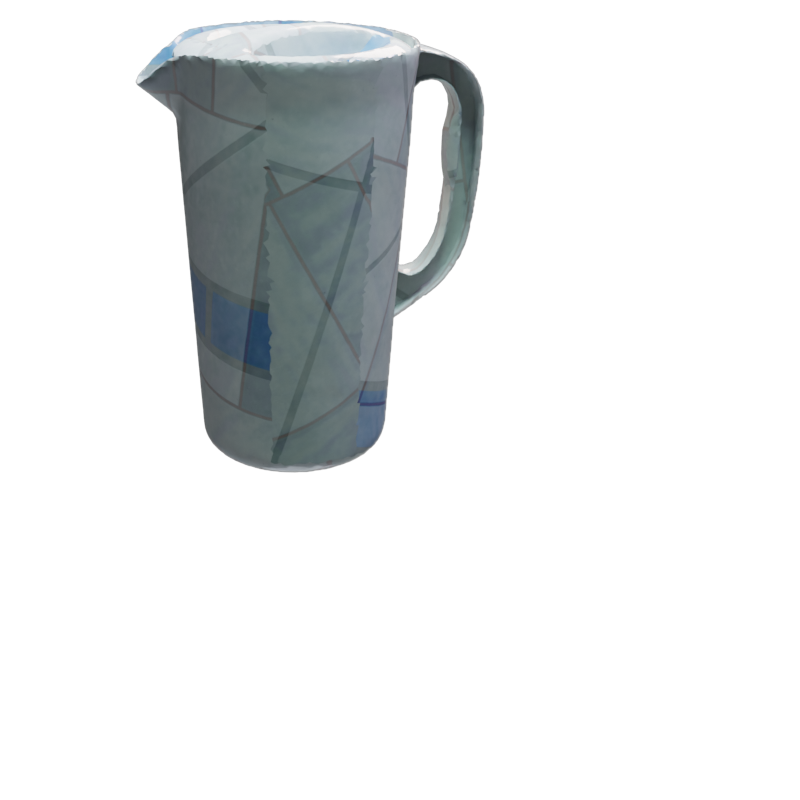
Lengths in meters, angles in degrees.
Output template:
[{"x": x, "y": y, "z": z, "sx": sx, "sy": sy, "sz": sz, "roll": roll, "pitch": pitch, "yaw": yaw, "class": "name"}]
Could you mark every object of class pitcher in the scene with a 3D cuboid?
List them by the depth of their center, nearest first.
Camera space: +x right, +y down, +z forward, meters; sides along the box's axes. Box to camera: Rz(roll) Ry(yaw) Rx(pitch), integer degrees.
[{"x": -0.049, "y": -0.089, "z": 0.625, "sx": 0.156, "sy": 0.232, "sz": 0.146, "roll": 13, "pitch": 26, "yaw": 27, "class": "pitcher"}]
